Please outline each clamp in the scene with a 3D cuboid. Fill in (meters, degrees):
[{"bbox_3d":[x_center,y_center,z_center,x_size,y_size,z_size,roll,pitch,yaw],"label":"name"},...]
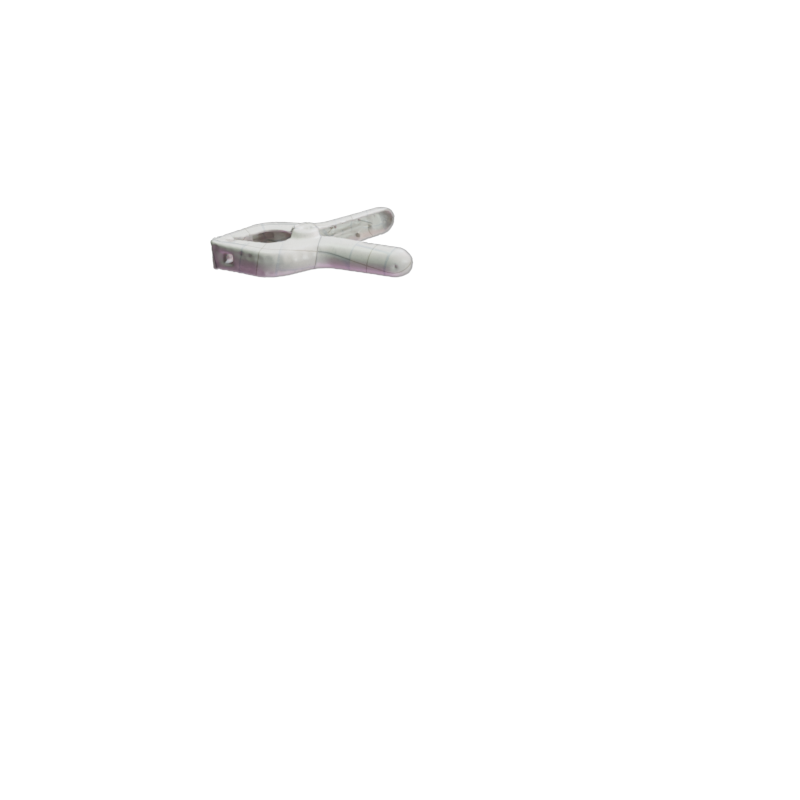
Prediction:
[{"bbox_3d":[-0.075,-0.137,0.963,0.172,0.037,0.125,1,23,3],"label":"clamp"}]
